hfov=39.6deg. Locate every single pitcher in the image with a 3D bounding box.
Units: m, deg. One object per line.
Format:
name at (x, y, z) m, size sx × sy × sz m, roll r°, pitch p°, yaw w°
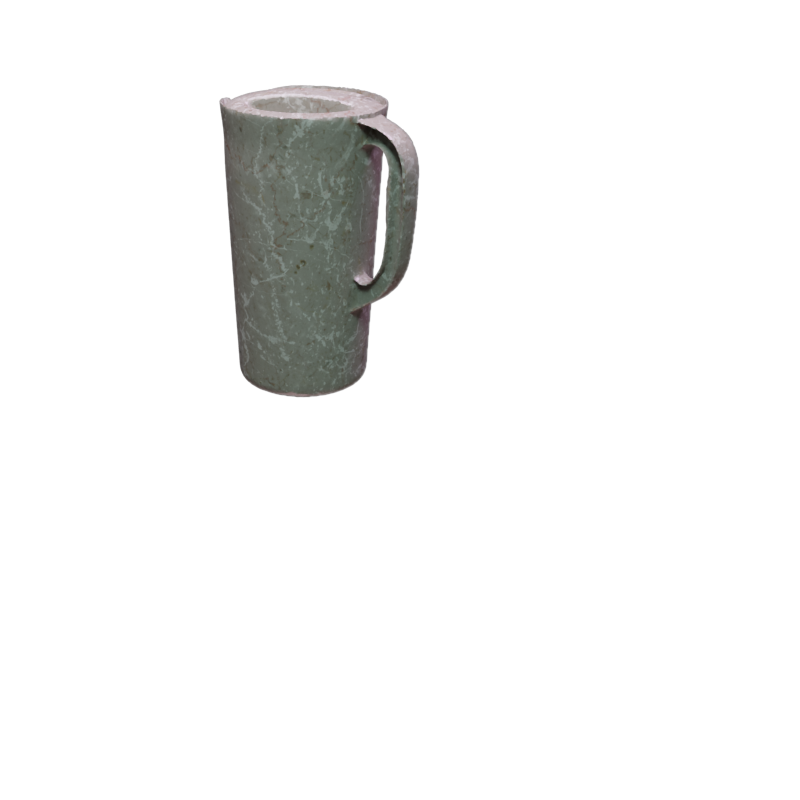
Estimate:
pitcher at (-0.070, -0.128, 0.897) m, size 0.143 × 0.232 × 0.157 m, roll -2°, pitch 21°, yaw -8°
